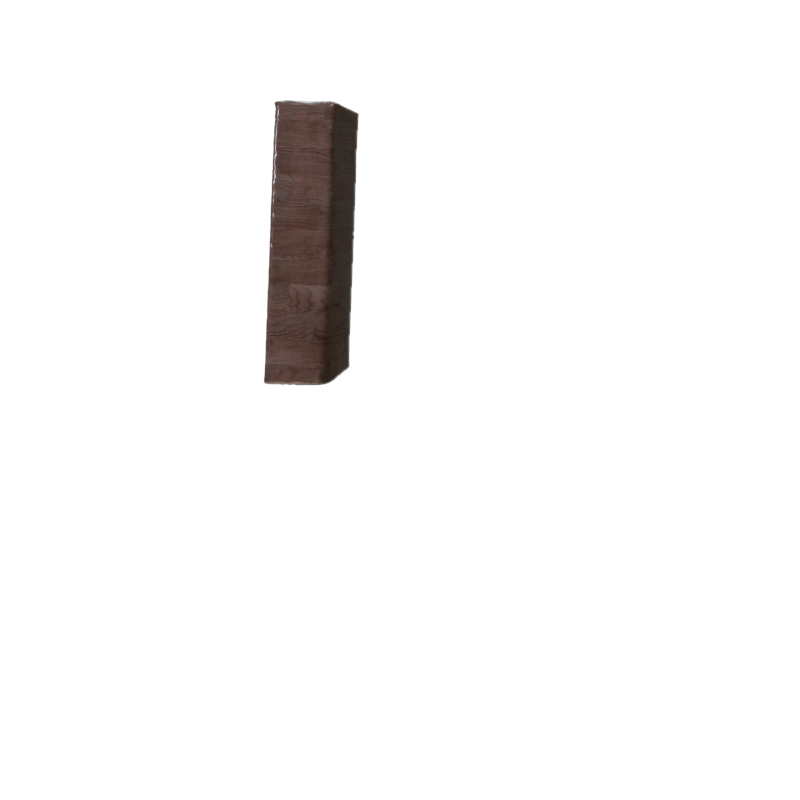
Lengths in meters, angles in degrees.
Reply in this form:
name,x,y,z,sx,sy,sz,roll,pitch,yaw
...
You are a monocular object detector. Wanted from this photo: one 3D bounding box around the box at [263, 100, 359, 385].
name,x,y,z,sx,sy,sz,roll,pitch,yaw
box,-0.057,-0.103,0.721,0.049,0.175,0.093,0,3,8
